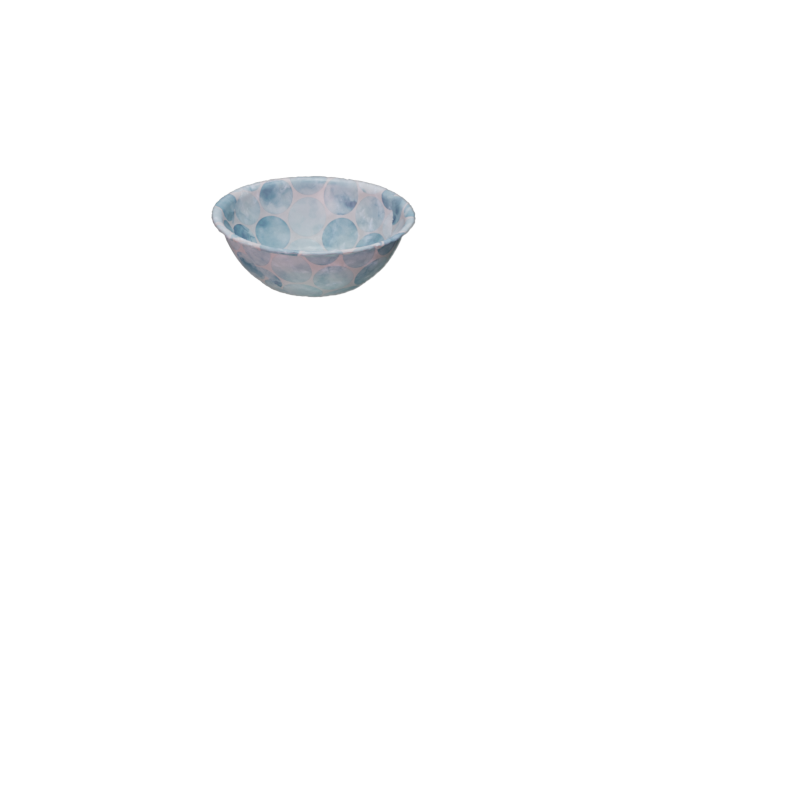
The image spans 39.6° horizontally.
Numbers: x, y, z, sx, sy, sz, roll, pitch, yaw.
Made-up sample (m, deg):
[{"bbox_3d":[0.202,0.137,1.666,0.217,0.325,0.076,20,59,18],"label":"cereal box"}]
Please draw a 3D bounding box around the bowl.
[{"bbox_3d":[-0.070,-0.127,0.888,0.162,0.052,0.172,-1,30,-2],"label":"bowl"}]
